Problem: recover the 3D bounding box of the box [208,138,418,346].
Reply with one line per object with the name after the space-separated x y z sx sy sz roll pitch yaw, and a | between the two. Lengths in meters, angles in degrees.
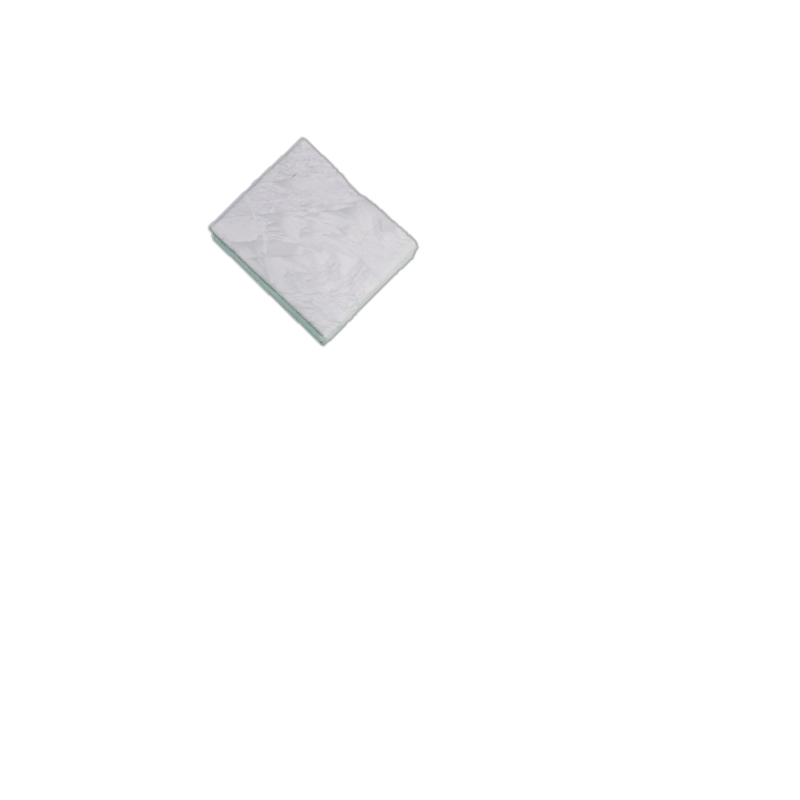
-0.047 -0.086 0.604 0.092 0.074 0.029 43 -10 9 | box
